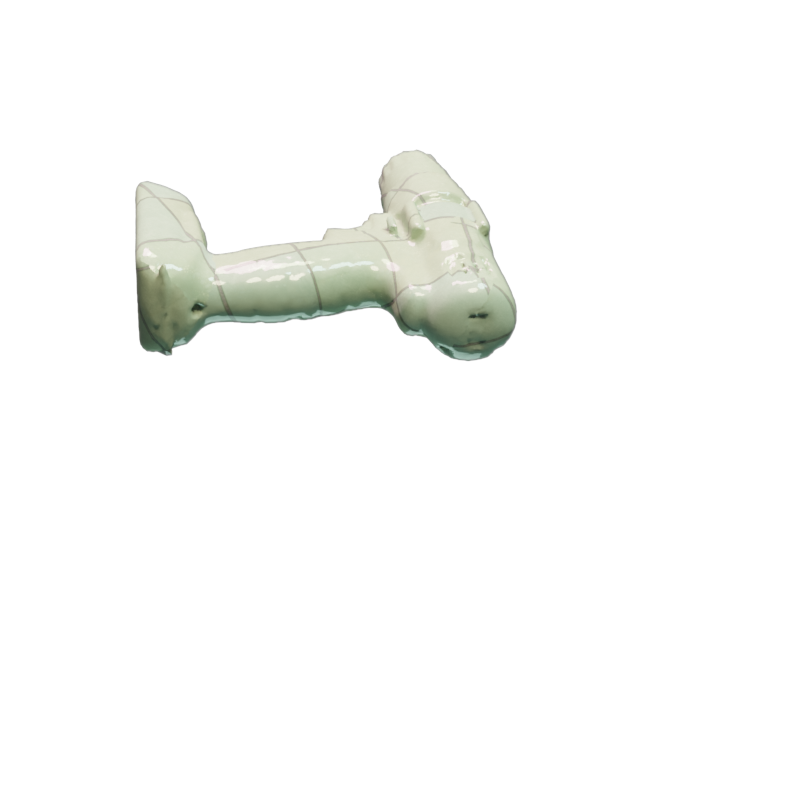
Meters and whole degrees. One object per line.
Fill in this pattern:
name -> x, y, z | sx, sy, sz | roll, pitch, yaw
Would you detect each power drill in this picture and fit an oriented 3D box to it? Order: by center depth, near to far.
power drill -> -0.046, -0.084, 0.590 | 0.186, 0.054, 0.198 | -5, 33, -7
